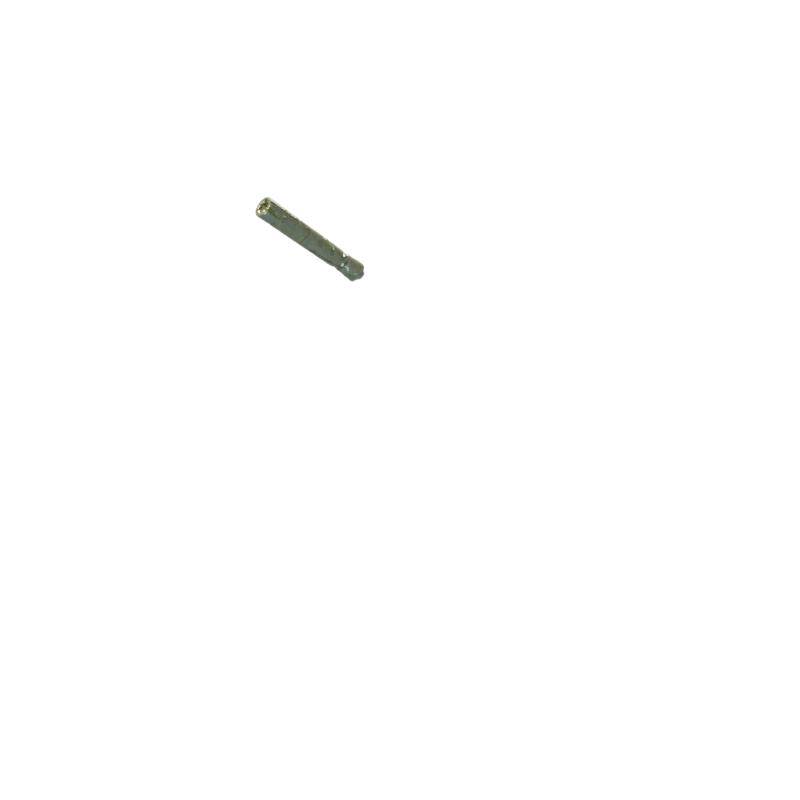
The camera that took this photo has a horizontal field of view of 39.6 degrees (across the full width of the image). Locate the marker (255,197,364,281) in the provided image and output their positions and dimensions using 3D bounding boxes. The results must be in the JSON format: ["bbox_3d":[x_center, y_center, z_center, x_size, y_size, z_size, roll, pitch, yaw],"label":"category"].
[{"bbox_3d":[-0.075,-0.137,0.959,0.113,0.020,0.021,32,-16,-33],"label":"marker"}]
